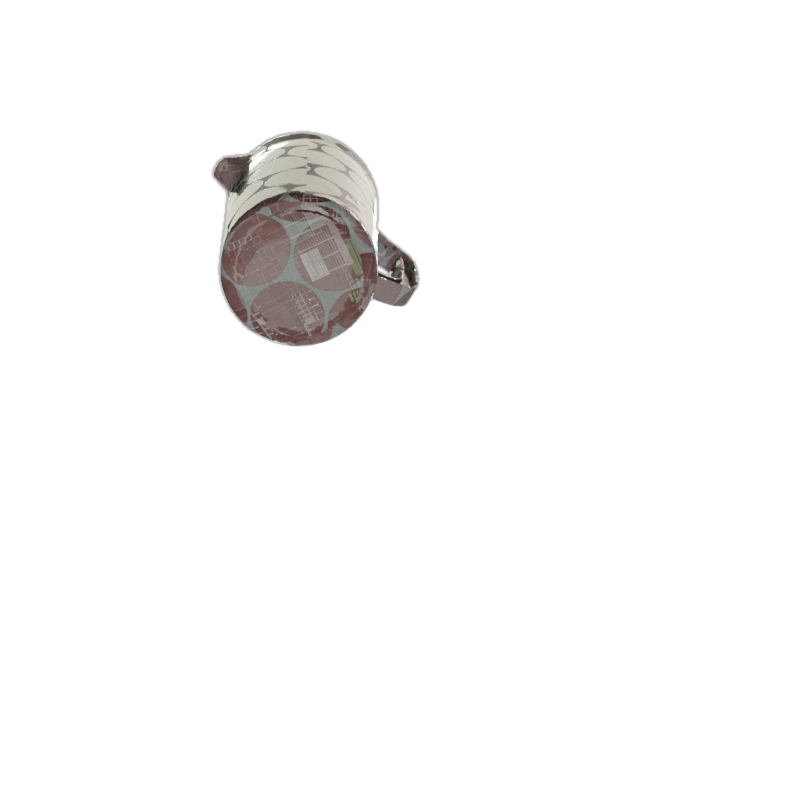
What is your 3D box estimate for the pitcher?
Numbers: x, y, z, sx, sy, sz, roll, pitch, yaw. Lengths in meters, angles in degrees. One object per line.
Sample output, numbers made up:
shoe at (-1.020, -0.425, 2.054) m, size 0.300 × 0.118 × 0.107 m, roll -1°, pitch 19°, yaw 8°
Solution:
pitcher at (-0.067, -0.123, 0.862) m, size 0.149 × 0.139 × 0.253 m, roll -14°, pitch 19°, yaw 2°
